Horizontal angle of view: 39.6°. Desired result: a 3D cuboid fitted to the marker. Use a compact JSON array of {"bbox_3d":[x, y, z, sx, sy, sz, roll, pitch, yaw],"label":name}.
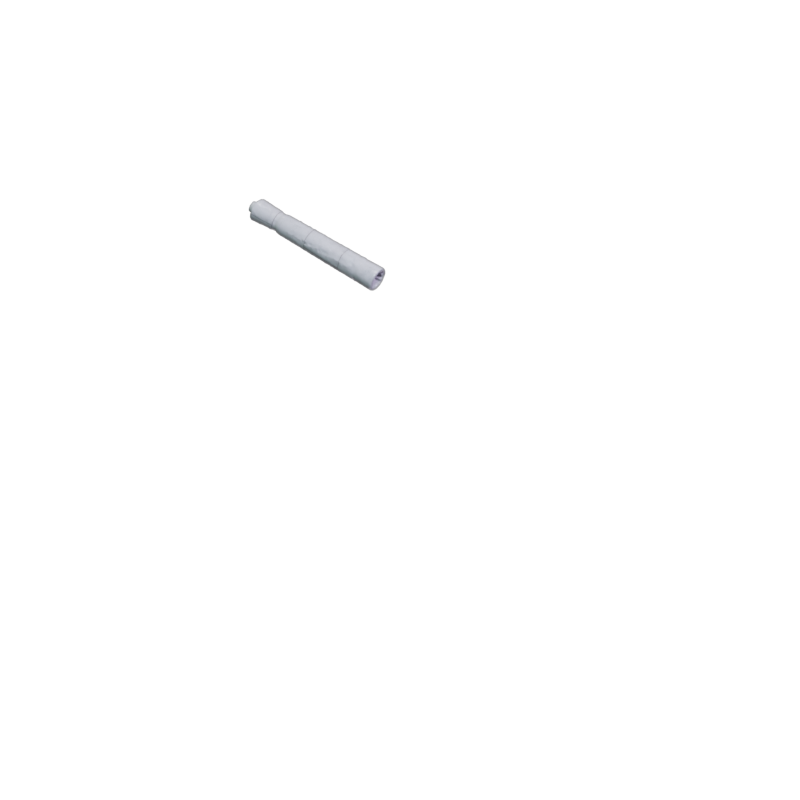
[{"bbox_3d":[-0.065,-0.118,0.828,0.128,0.019,0.019,33,17,24],"label":"marker"}]
